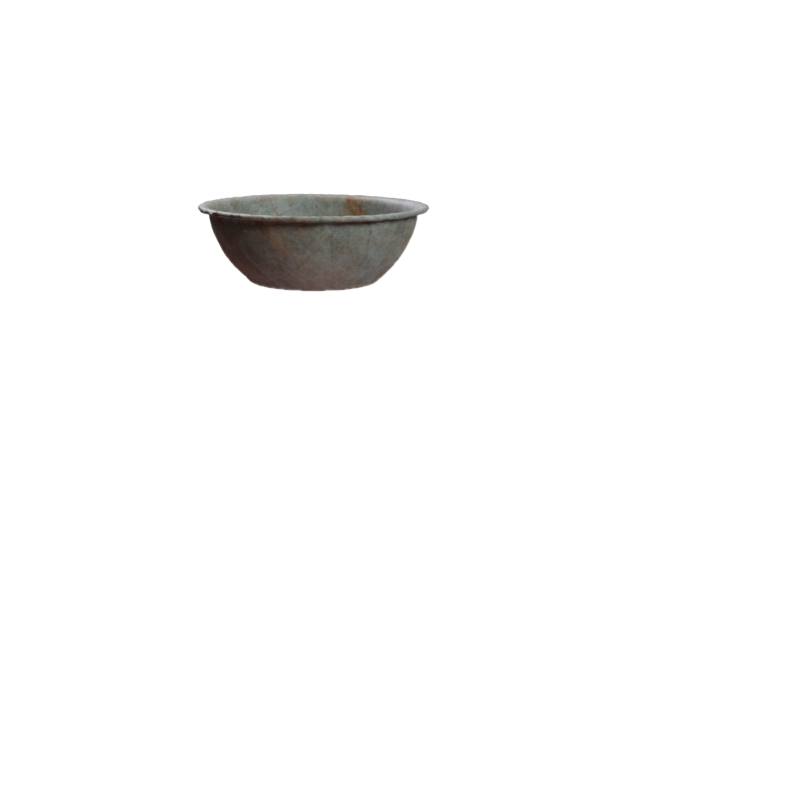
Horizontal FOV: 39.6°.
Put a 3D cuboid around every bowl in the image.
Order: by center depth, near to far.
[{"bbox_3d":[-0.061,-0.112,0.781,0.162,0.053,0.167,0,15,-2],"label":"bowl"}]
